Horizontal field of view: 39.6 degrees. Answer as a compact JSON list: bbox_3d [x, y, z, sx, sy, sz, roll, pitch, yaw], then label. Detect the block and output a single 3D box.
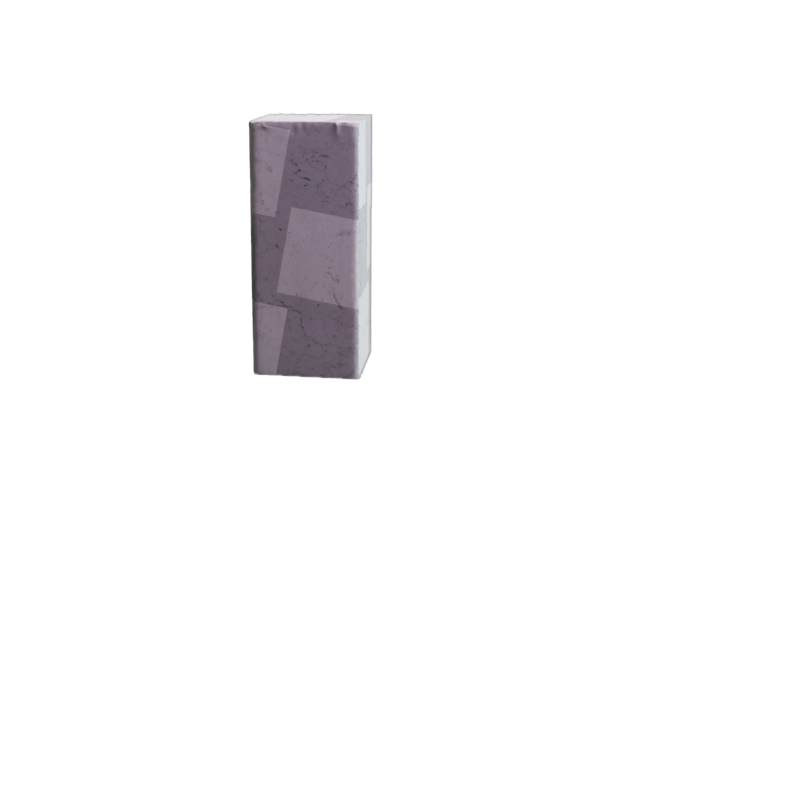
[{"bbox_3d":[-0.072,-0.131,0.916,0.092,0.201,0.092,2,12,7],"label":"block"}]
